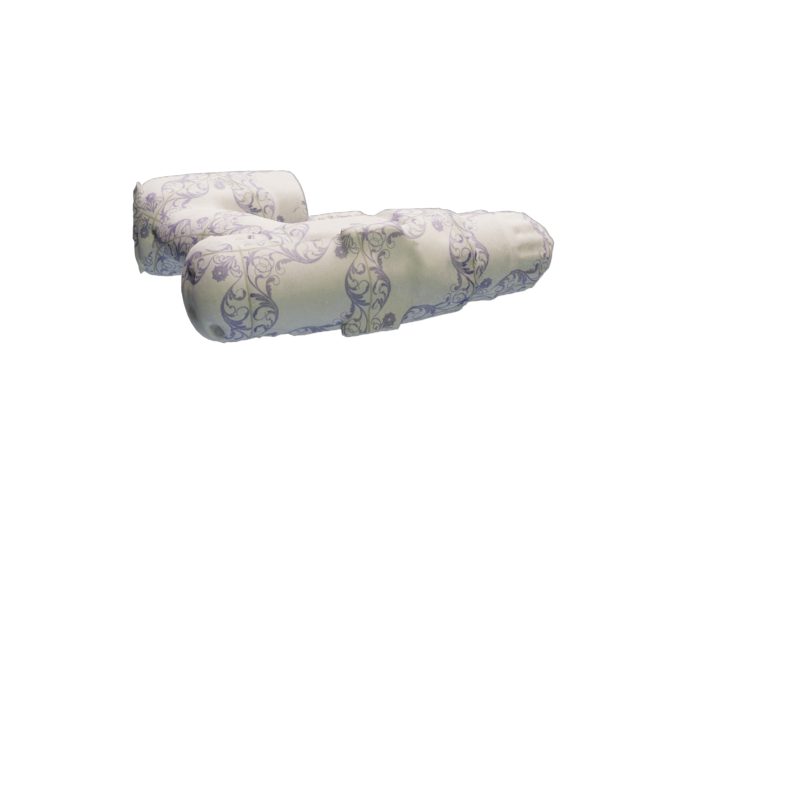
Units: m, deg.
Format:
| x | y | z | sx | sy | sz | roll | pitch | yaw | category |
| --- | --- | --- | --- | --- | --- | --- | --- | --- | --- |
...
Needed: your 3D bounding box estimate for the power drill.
| x | y | z | sx | sy | sz | roll | pitch | yaw | category |
| --- | --- | --- | --- | --- | --- | --- | --- | --- | --- |
| -0.044 | -0.080 | 0.560 | 0.180 | 0.056 | 0.198 | -9 | 18 | -28 | power drill |
